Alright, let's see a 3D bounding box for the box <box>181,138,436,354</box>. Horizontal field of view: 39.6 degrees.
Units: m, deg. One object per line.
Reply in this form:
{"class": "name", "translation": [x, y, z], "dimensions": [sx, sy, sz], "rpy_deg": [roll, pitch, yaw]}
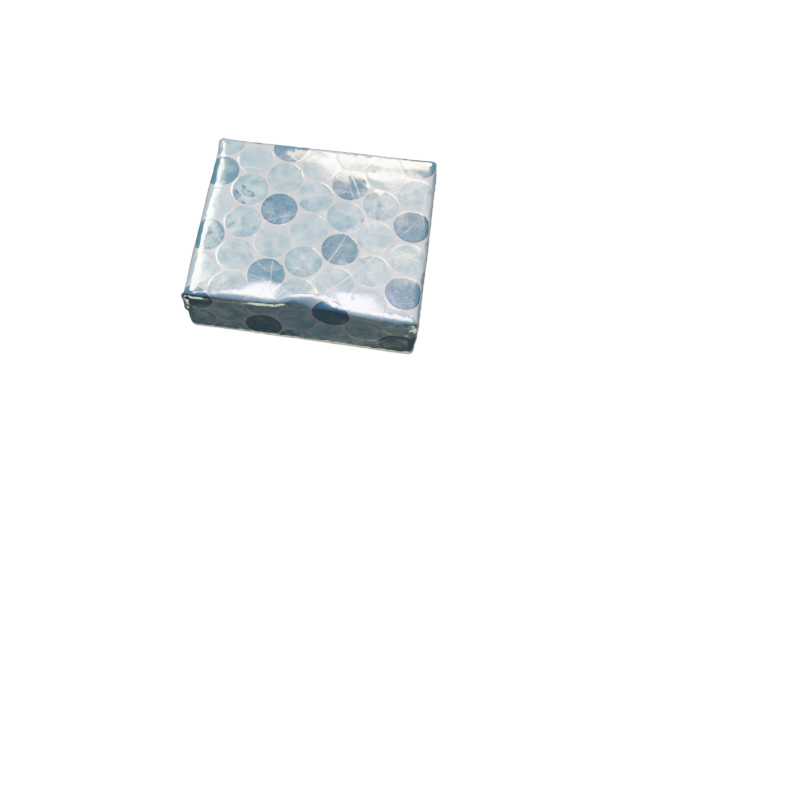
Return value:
{"class": "box", "translation": [-0.034, -0.062, 0.431], "dimensions": [0.090, 0.077, 0.028], "rpy_deg": [7, -28, 4]}
